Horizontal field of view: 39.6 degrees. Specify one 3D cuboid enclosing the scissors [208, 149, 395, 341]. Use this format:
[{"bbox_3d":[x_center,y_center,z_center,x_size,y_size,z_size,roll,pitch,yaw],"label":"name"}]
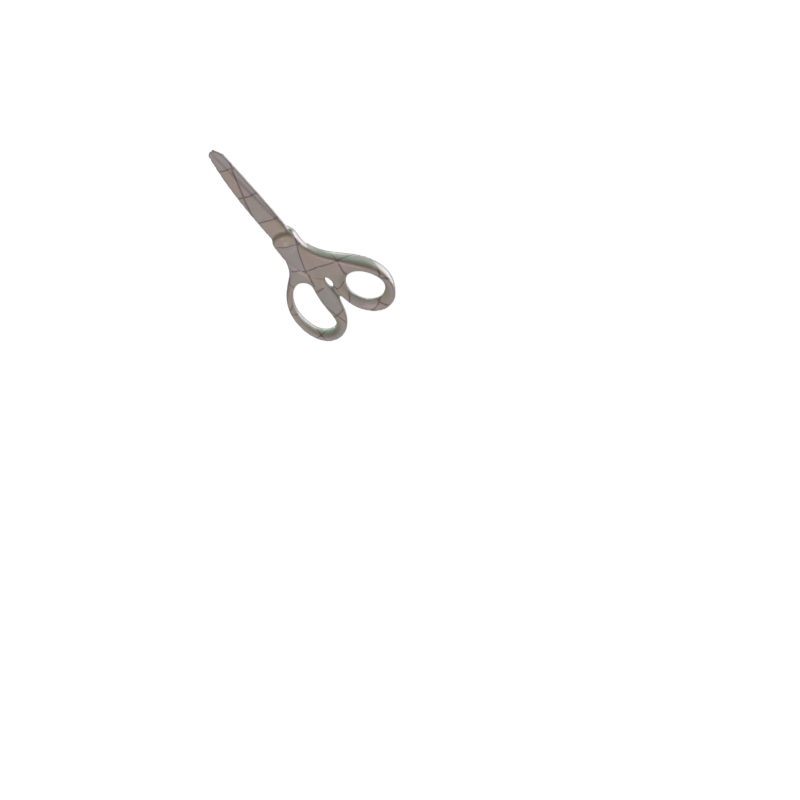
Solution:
[{"bbox_3d":[-0.066,-0.120,0.839,0.097,0.186,0.017,-11,43,10],"label":"scissors"}]
